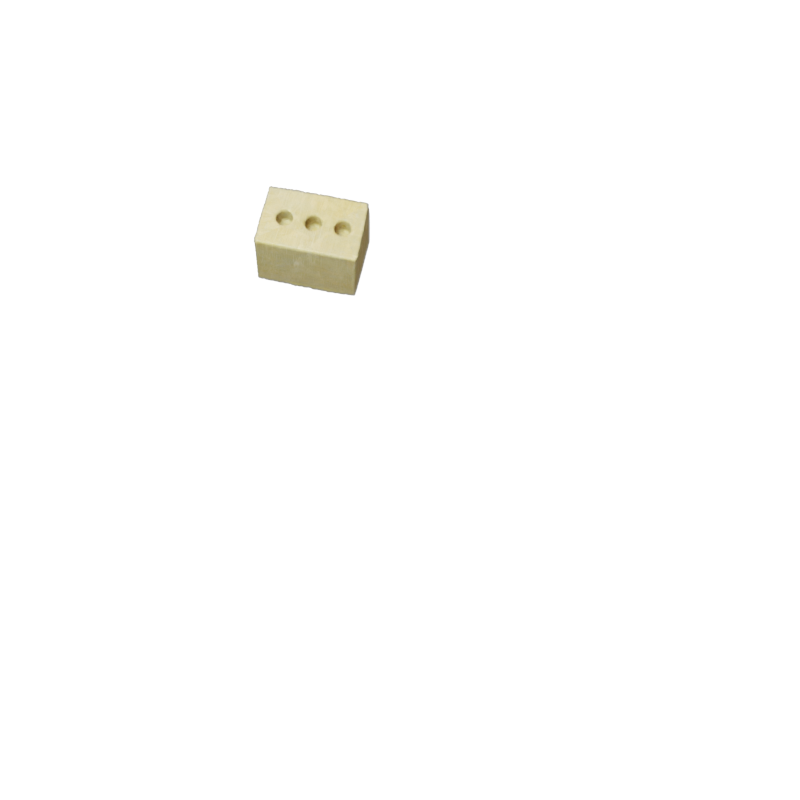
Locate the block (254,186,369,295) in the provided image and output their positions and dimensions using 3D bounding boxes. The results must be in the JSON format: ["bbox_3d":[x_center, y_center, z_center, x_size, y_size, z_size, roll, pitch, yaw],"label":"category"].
[{"bbox_3d":[-0.065,-0.118,0.826,0.079,0.056,0.048,10,-30,5],"label":"block"}]
